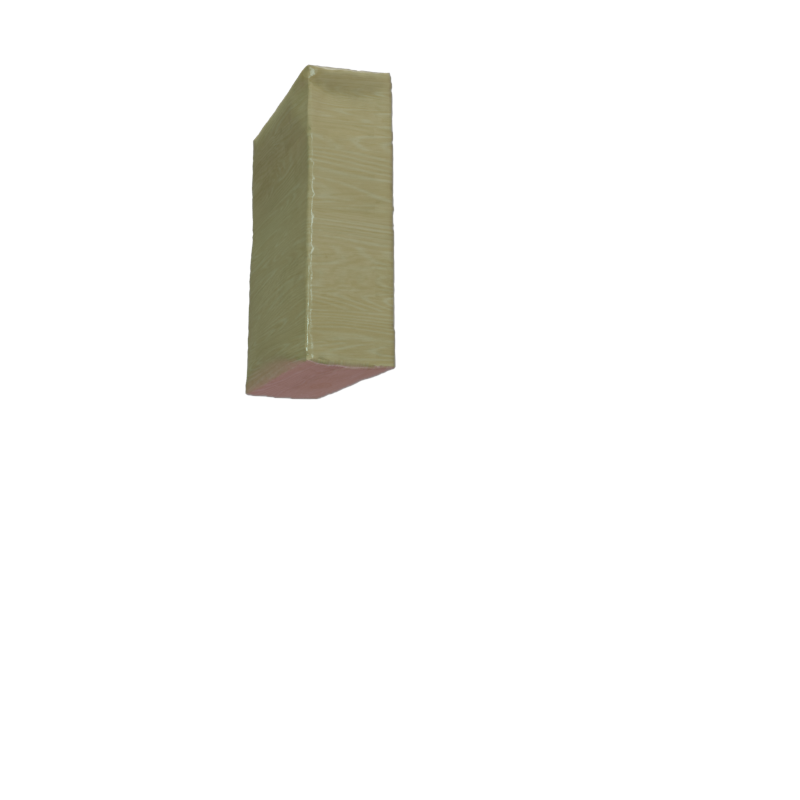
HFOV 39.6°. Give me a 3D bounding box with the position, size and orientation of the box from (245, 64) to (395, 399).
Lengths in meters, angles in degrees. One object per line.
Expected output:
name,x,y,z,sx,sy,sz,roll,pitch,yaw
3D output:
box,-0.064,-0.117,0.819,0.070,0.221,0.163,4,-13,-21
